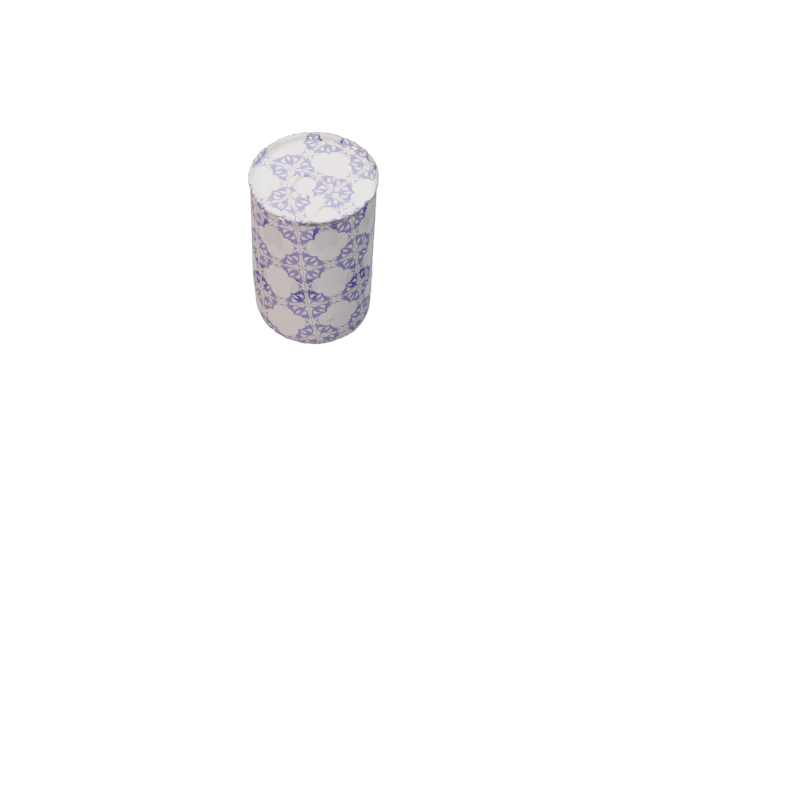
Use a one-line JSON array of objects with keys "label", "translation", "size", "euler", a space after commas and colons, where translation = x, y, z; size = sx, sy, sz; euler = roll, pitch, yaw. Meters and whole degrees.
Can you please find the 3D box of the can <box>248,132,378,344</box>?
[{"label": "can", "translation": [-0.048, -0.087, 0.612], "size": [0.068, 0.073, 0.095], "euler": [0, -39, -3]}]
